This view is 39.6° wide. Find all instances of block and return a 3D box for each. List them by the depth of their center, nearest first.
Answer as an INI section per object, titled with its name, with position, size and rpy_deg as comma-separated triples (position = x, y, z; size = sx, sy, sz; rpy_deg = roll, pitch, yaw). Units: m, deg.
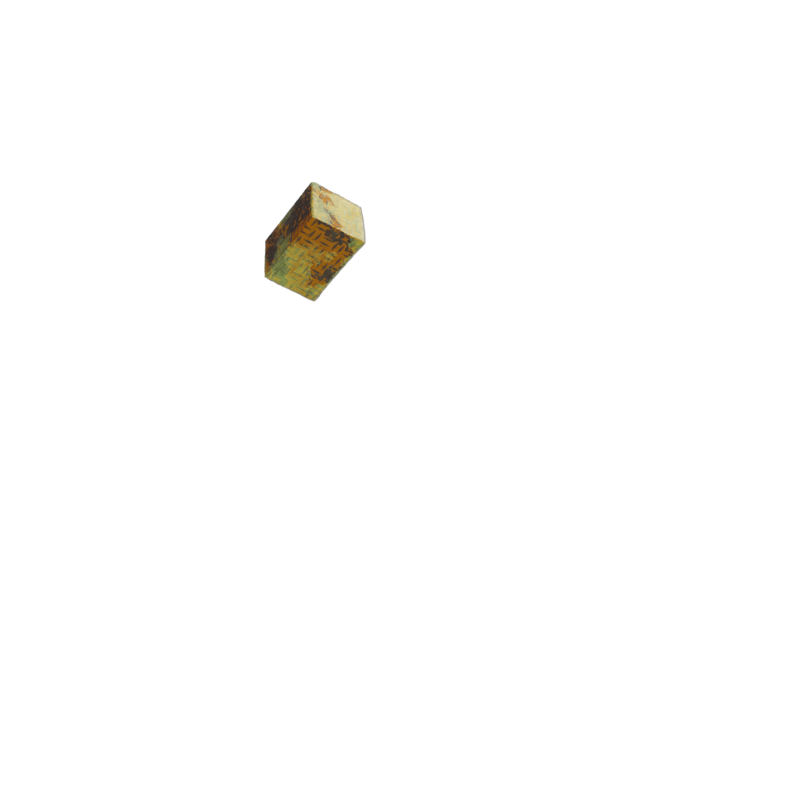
[block]
position = -0.072, -0.132, 0.923
size = 0.050, 0.055, 0.076
rpy_deg = 27, -53, -25
